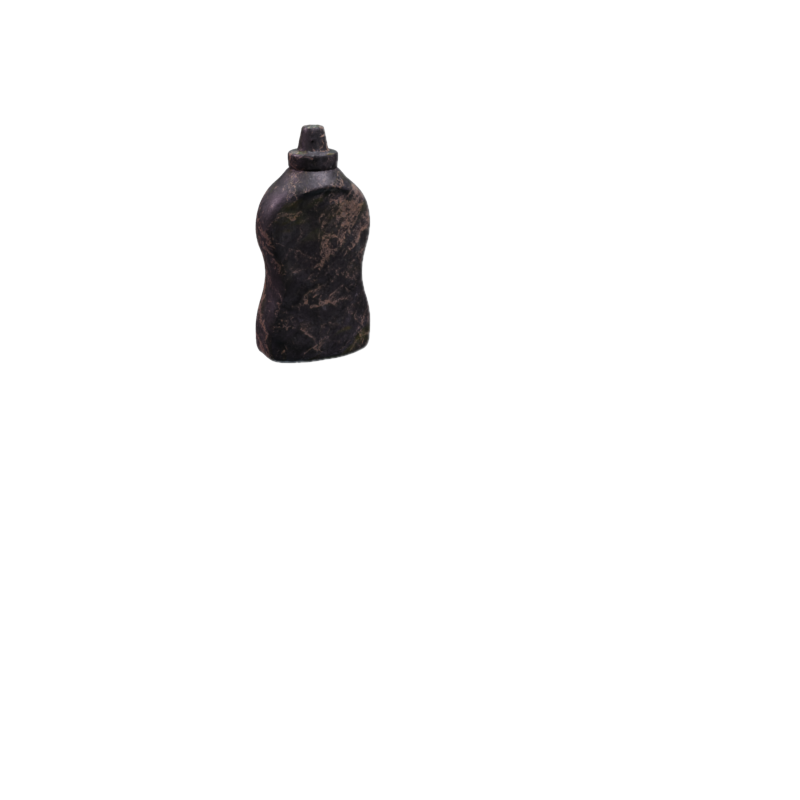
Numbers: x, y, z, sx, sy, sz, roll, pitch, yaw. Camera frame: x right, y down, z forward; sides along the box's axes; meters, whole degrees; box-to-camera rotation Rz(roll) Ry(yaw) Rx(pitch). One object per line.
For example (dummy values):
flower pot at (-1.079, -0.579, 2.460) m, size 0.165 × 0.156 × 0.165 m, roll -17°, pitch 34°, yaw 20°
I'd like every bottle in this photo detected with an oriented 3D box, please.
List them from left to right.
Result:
bottle at (-0.072, -0.131, 0.914) m, size 0.094 × 0.185 × 0.062 m, roll -7°, pitch 17°, yaw -24°
